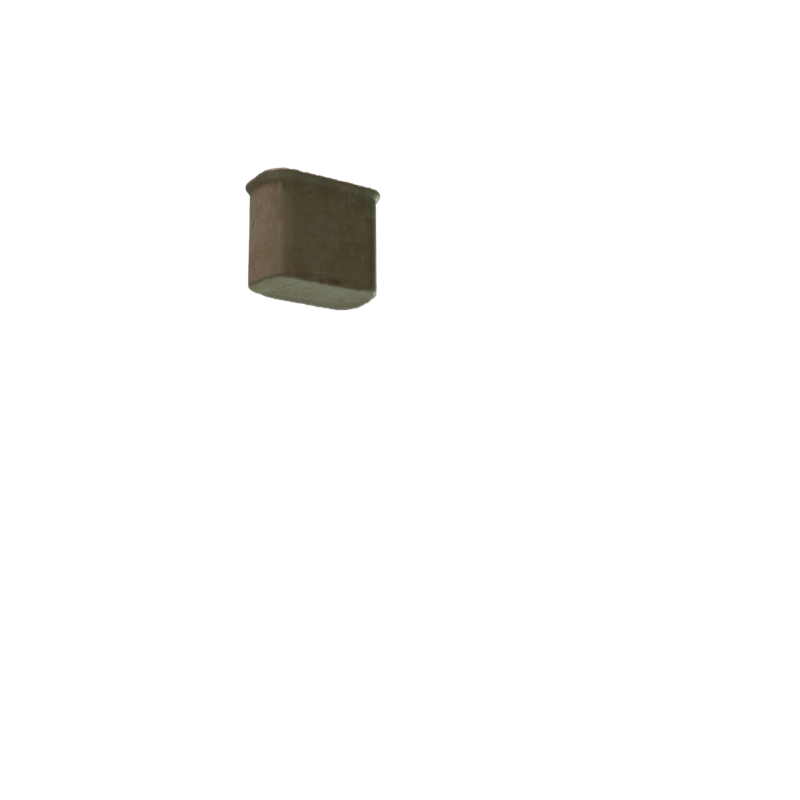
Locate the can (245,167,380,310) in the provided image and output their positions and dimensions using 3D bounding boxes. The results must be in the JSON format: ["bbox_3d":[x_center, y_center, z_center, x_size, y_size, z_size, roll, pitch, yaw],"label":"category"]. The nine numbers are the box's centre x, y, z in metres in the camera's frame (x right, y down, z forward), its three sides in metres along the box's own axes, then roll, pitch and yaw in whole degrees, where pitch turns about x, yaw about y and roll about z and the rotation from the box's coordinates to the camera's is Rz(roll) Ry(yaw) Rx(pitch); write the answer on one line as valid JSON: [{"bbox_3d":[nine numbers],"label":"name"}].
[{"bbox_3d":[-0.065,-0.119,0.832,0.097,0.088,0.058,9,-20,-31],"label":"can"}]
